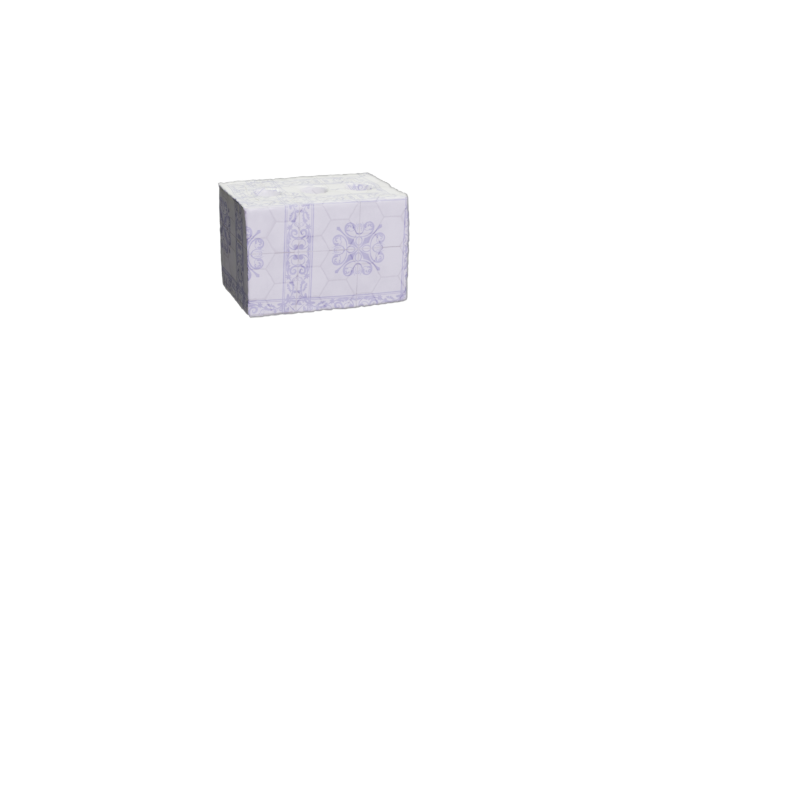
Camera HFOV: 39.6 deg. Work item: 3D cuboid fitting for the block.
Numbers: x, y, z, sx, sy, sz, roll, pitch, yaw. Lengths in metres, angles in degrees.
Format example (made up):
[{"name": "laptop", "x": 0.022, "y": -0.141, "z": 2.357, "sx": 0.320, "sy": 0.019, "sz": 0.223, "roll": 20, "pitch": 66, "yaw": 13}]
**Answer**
[{"name": "block", "x": -0.040, "y": -0.073, "z": 0.511, "sx": 0.076, "sy": 0.049, "sz": 0.056, "roll": -7, "pitch": 21, "yaw": -19}]
